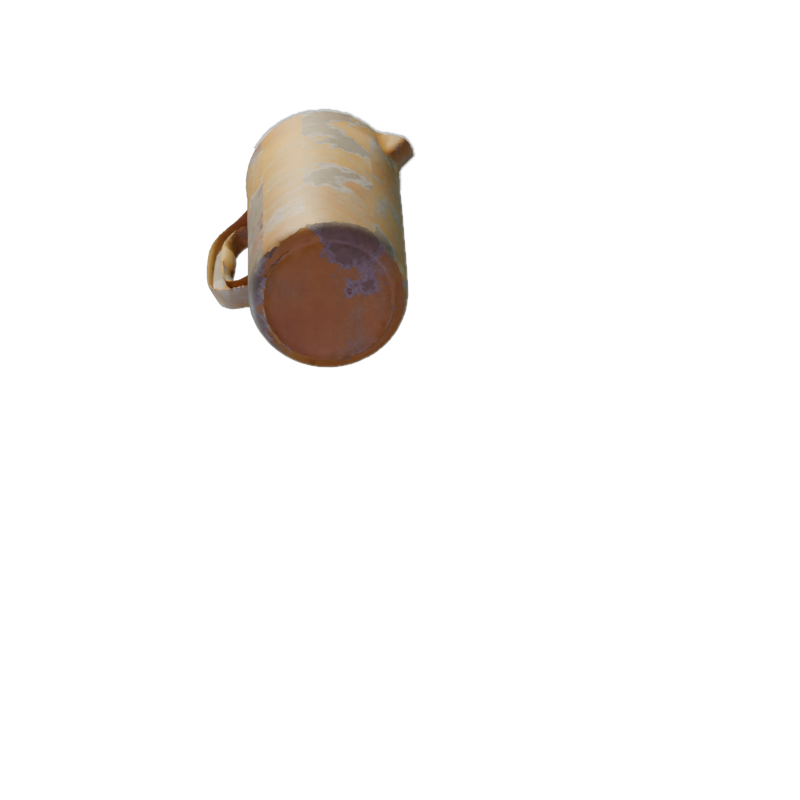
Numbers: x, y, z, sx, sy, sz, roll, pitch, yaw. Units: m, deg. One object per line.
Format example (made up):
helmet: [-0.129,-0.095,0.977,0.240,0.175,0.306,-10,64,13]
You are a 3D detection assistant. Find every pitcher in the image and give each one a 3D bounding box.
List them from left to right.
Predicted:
pitcher: [-0.066,-0.121,0.844,0.143,0.143,0.257,15,25,-11]
